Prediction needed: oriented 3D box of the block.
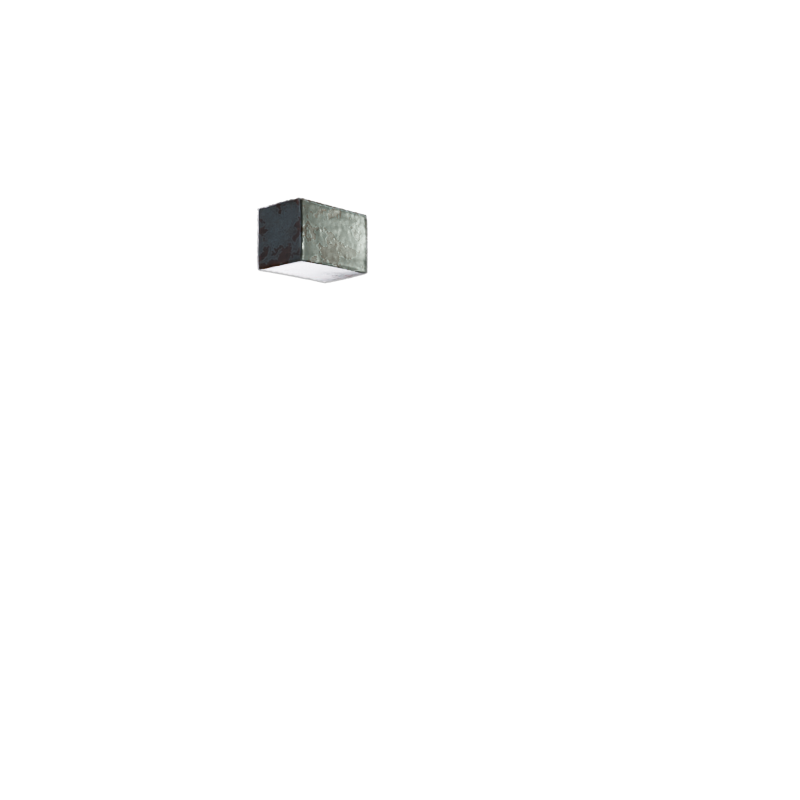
[{"bbox_3d":[-0.070,-0.128,0.894,0.054,0.053,0.074,-9,-12,42],"label":"block"}]
